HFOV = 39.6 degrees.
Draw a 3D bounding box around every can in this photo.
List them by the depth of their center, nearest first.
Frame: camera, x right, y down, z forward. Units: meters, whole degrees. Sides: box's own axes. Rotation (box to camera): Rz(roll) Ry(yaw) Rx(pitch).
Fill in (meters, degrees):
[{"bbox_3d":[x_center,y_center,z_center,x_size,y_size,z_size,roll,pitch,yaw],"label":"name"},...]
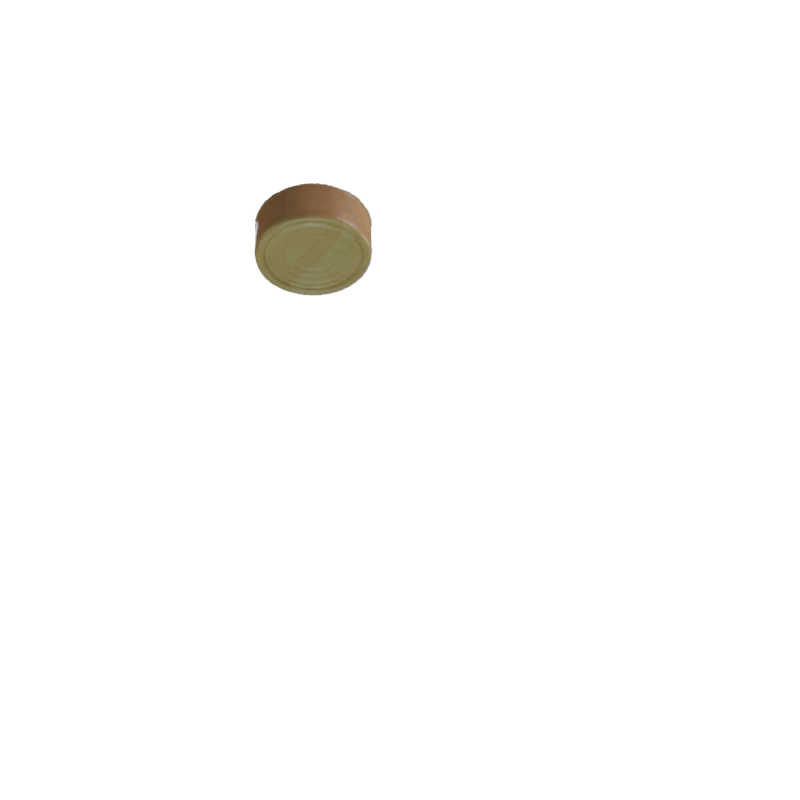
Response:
[{"bbox_3d":[-0.063,-0.115,0.804,0.086,0.036,0.080,1,-40,-2],"label":"can"}]
